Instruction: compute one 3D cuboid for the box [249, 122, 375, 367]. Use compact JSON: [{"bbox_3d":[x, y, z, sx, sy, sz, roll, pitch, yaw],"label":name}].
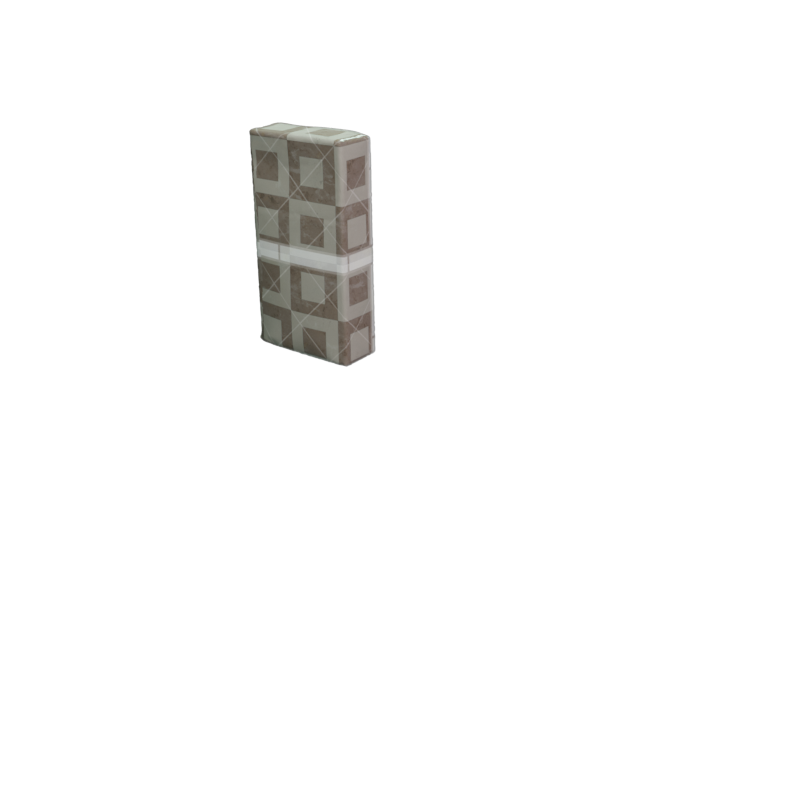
[{"bbox_3d":[-0.067,-0.123,0.860,0.098,0.170,0.047,14,21,36],"label":"box"}]
